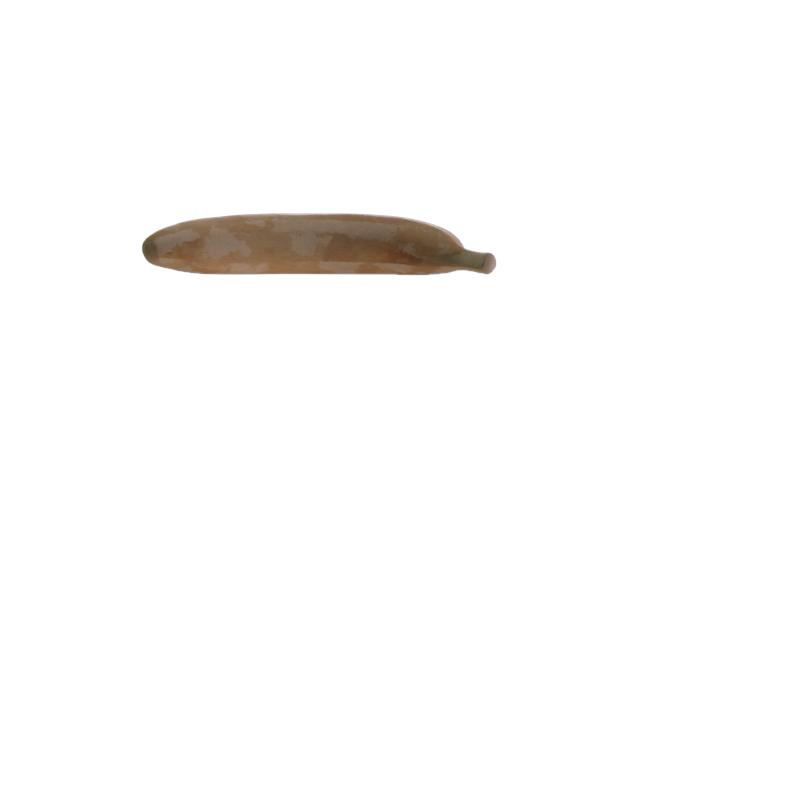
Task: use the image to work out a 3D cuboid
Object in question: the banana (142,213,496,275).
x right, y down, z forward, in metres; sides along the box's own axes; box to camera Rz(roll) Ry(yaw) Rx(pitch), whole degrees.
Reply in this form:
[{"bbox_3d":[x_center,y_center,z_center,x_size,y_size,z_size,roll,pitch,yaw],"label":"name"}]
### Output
[{"bbox_3d":[-0.049,-0.091,0.642,0.195,0.037,0.070,-1,4,-9],"label":"banana"}]
